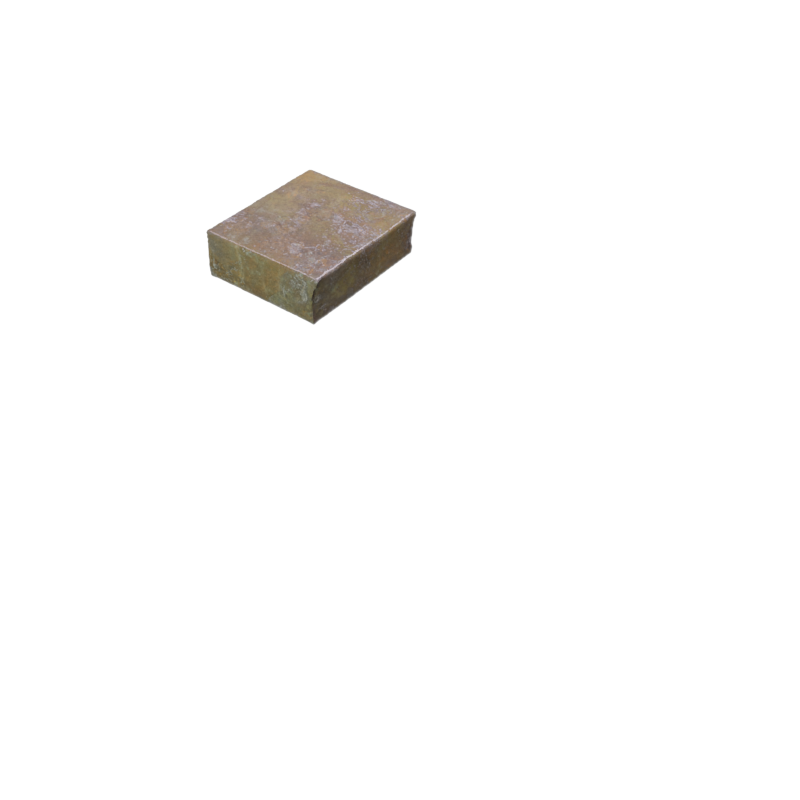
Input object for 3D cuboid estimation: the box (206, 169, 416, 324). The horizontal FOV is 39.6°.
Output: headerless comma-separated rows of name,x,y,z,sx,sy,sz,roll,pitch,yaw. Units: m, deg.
box,-0.057,-0.104,0.728,0.095,0.036,0.115,24,44,26
